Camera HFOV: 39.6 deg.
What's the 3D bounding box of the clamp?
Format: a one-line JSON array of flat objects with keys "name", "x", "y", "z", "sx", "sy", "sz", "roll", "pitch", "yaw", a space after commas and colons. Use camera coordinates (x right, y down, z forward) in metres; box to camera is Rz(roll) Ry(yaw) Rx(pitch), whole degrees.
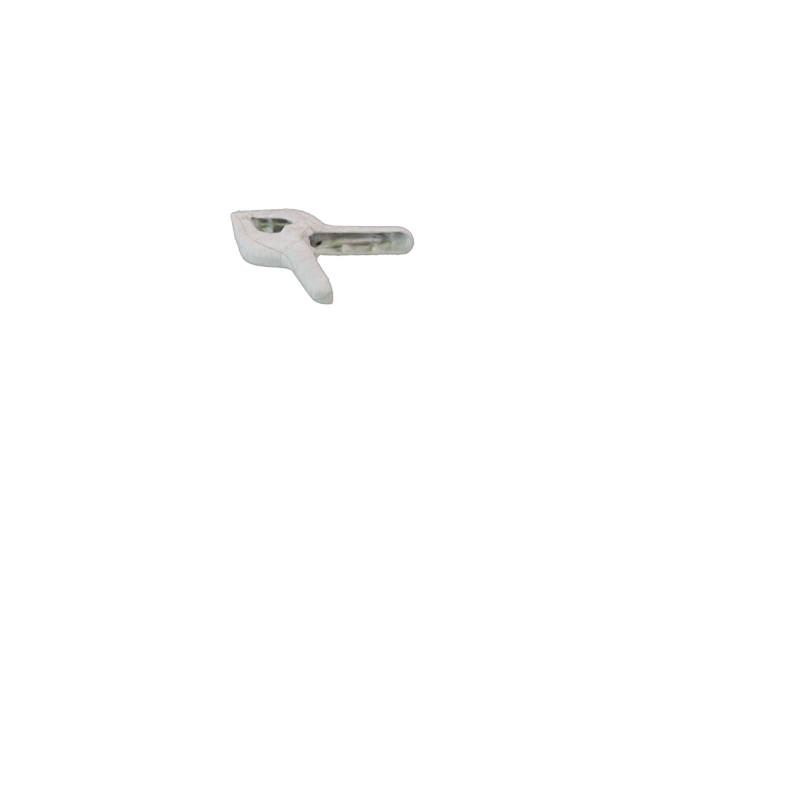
[{"name": "clamp", "x": -0.076, "y": -0.139, "z": 0.972, "sx": 0.119, "sy": 0.037, "sz": 0.183, "roll": -24, "pitch": 38, "yaw": -34}]
